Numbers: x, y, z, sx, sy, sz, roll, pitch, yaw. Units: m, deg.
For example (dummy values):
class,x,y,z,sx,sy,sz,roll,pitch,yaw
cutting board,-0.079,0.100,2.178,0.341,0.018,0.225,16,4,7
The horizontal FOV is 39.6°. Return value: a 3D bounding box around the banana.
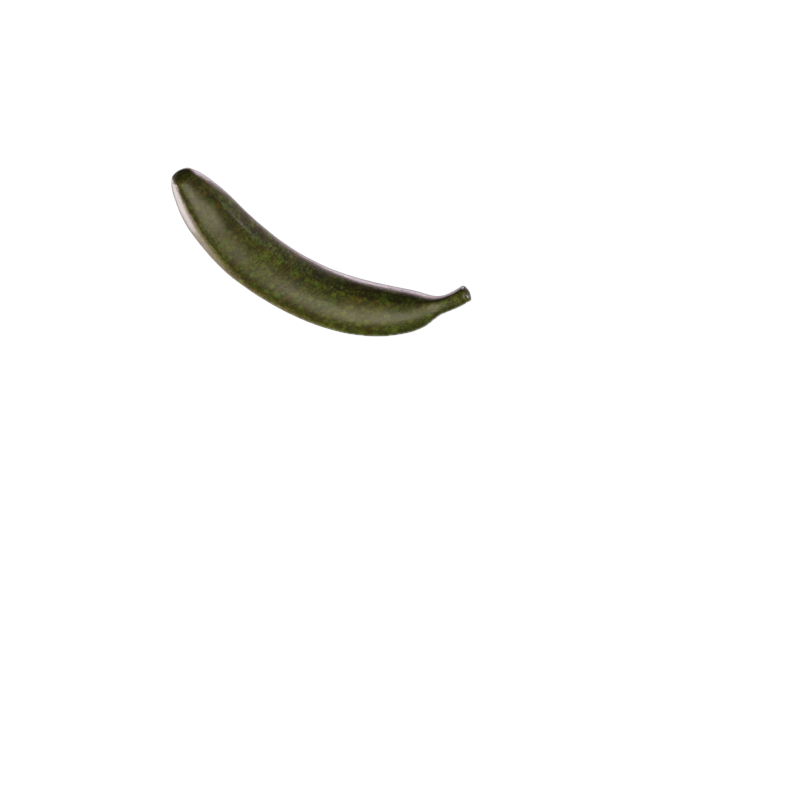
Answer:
class,x,y,z,sx,sy,sz,roll,pitch,yaw
banana,-0.058,-0.082,0.691,0.193,0.067,0.039,21,29,-12
